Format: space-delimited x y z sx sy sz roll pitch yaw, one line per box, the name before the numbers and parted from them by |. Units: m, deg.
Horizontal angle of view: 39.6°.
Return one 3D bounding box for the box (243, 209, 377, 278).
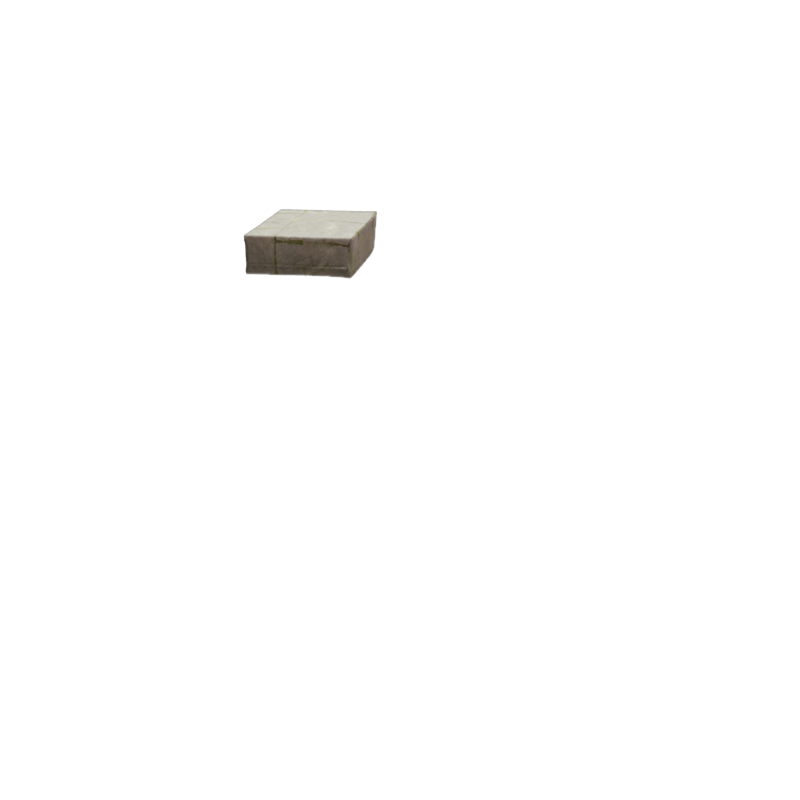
box | -0.073 -0.134 0.936 0.091 0.038 0.115 4 18 11
